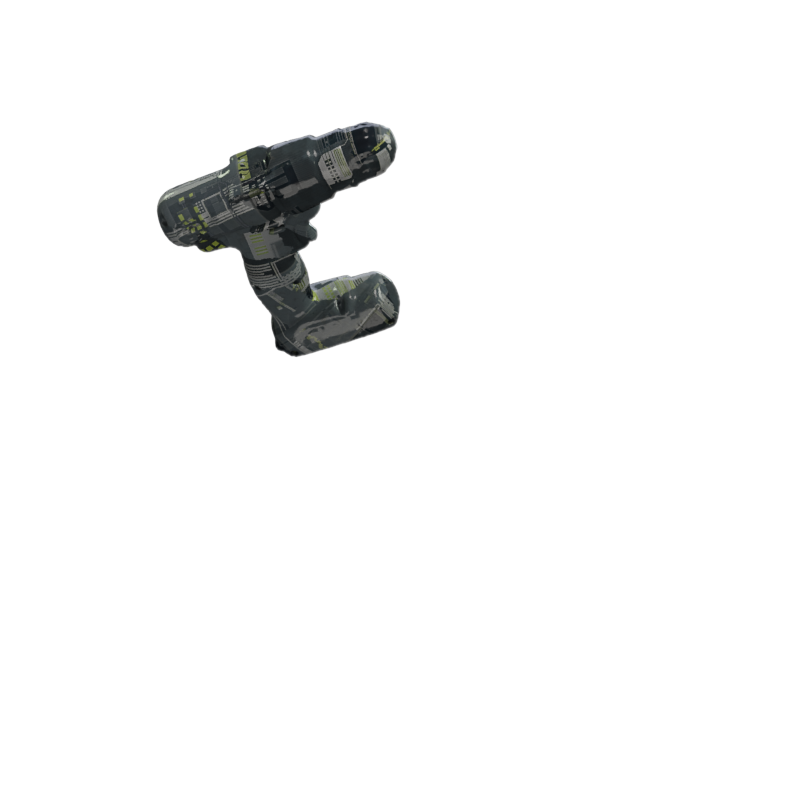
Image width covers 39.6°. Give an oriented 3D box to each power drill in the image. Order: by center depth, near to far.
[{"bbox_3d":[-0.066,-0.121,0.847,0.186,0.062,0.173,-15,-44,16],"label":"power drill"}]
